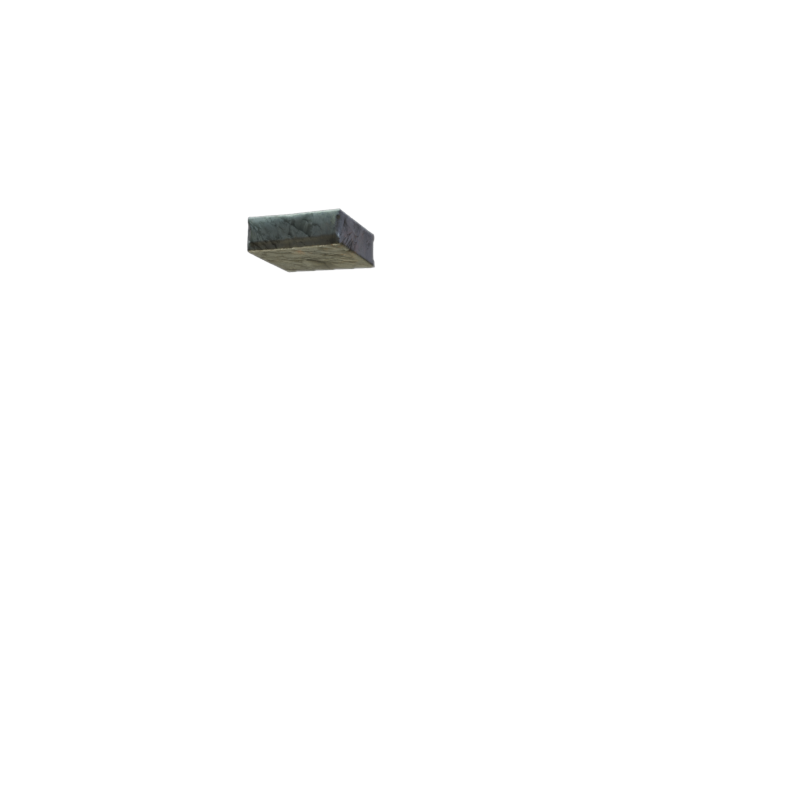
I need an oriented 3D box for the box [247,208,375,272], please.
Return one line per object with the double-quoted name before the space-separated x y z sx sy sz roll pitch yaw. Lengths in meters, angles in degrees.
"box" -0.066 -0.120 0.842 0.075 0.031 0.085 -2 -6 18
